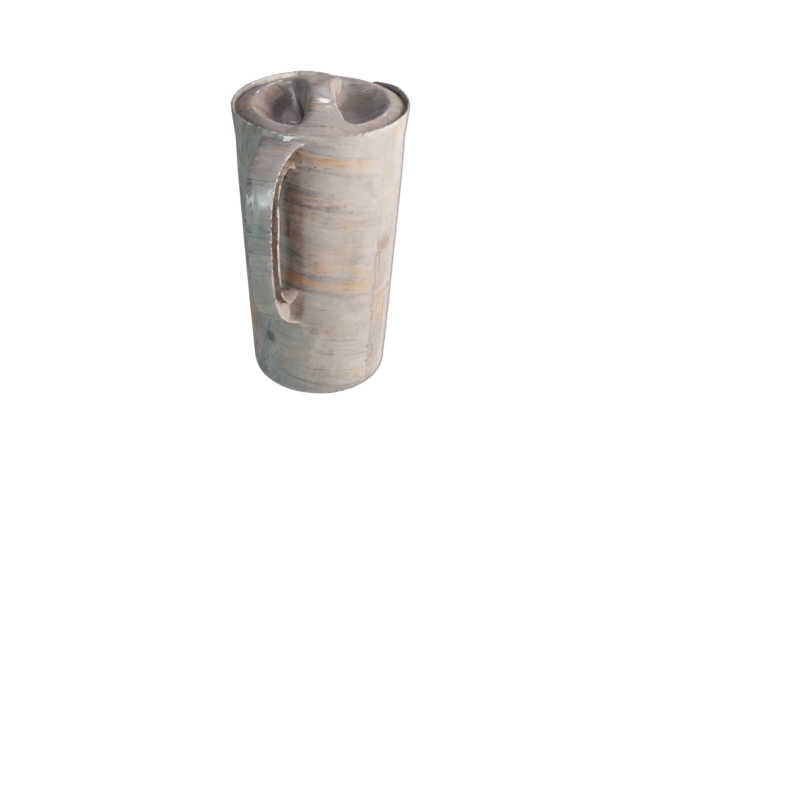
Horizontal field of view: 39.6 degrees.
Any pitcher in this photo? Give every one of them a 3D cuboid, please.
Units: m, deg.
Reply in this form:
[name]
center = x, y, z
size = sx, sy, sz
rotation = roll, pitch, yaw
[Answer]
[pitcher]
center = -0.068, -0.124, 0.870
size = 0.147, 0.228, 0.156
rotation = -12, 34, -21
